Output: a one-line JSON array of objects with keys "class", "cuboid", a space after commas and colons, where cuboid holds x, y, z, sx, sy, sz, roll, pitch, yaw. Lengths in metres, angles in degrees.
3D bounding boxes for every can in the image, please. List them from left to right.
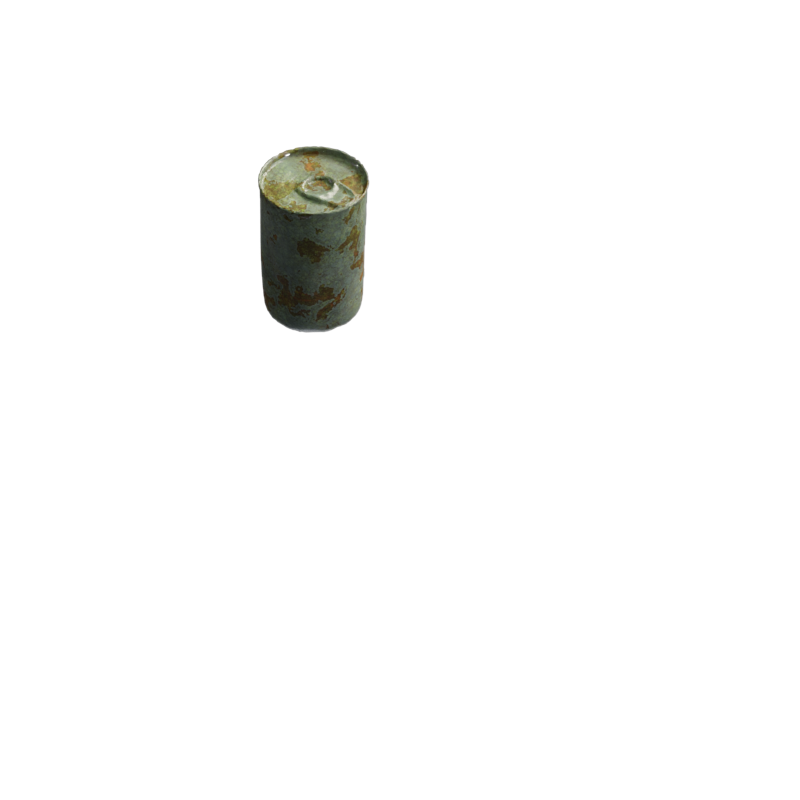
[{"class": "can", "cuboid": [-0.055, -0.101, 0.707, 0.068, 0.095, 0.074, 0, 44, -3]}]
